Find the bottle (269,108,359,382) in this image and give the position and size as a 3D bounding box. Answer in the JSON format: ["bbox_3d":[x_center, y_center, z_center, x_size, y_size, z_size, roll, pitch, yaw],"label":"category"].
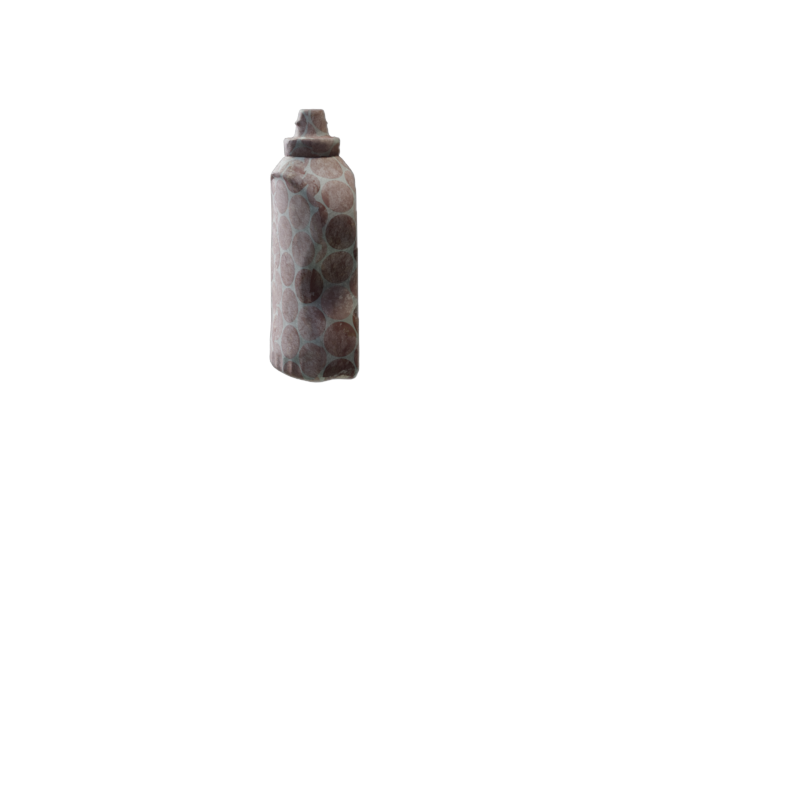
[{"bbox_3d":[-0.064,-0.115,0.807,0.057,0.188,0.100,-2,8,-23],"label":"bottle"}]
